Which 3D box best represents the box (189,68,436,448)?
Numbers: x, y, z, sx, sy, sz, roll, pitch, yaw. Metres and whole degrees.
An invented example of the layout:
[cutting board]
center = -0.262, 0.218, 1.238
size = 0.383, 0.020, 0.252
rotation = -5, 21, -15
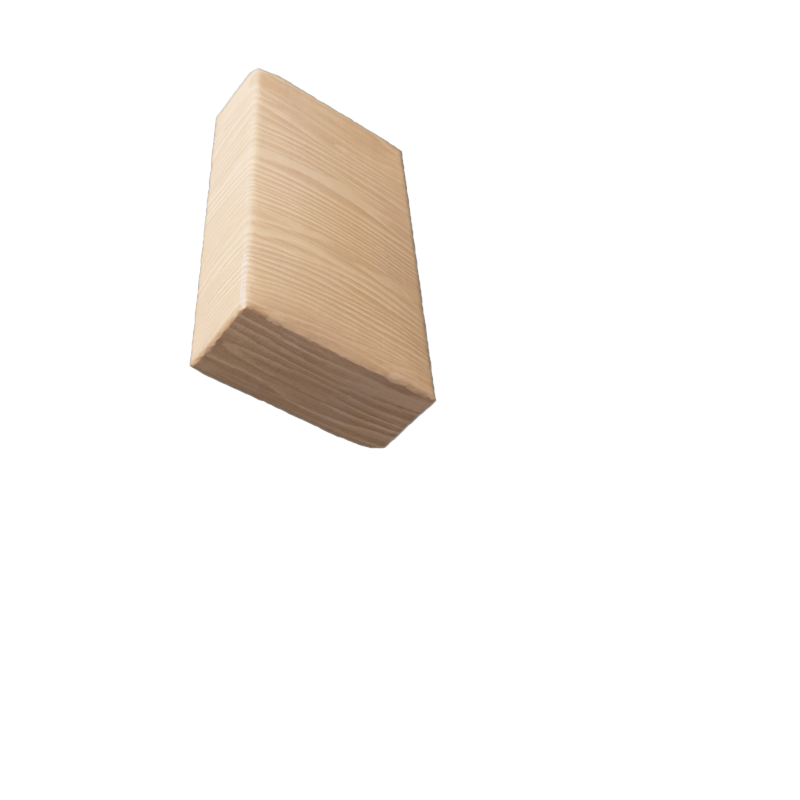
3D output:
[box]
center = -0.038, -0.070, 0.491
size = 0.089, 0.189, 0.047
rotation = 25, -52, -26
